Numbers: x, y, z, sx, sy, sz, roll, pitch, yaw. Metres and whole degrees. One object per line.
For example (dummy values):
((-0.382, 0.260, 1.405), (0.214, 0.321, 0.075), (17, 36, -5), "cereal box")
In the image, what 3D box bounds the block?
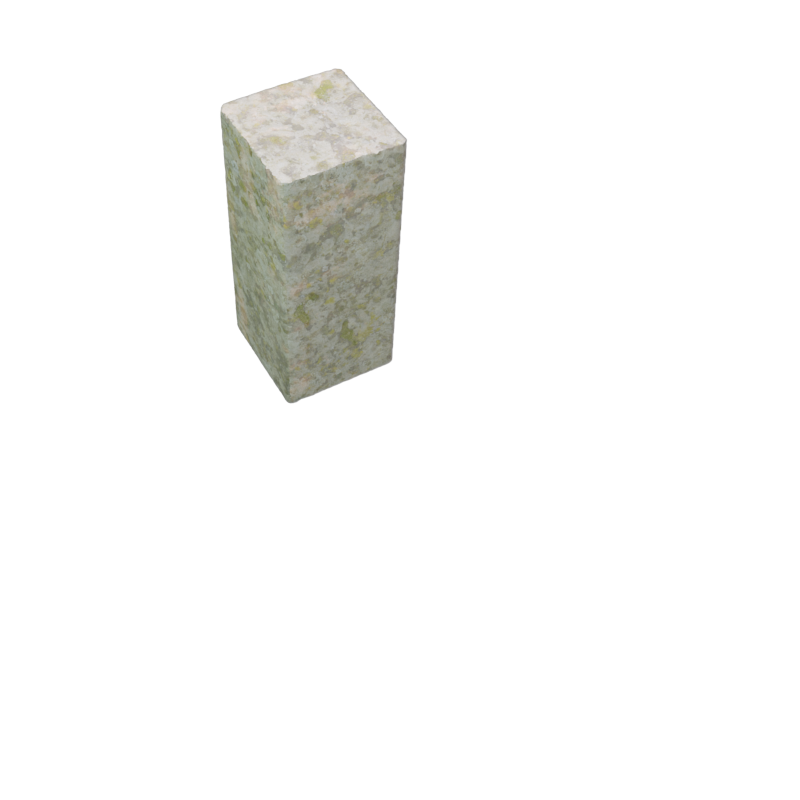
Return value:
((-0.060, -0.108, 0.755), (0.089, 0.192, 0.098), (-22, 53, -21), "block")
